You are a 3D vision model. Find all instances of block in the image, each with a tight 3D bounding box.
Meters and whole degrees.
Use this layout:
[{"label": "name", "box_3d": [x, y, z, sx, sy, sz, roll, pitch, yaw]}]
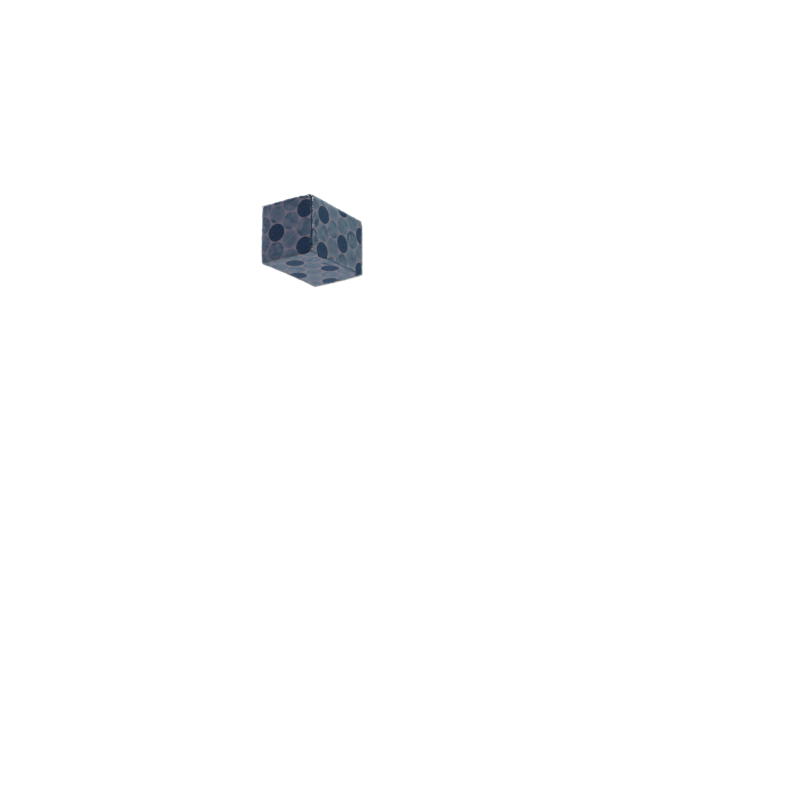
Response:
[{"label": "block", "box_3d": [-0.073, -0.133, 0.929, 0.054, 0.053, 0.073, -11, -18, 31]}]
